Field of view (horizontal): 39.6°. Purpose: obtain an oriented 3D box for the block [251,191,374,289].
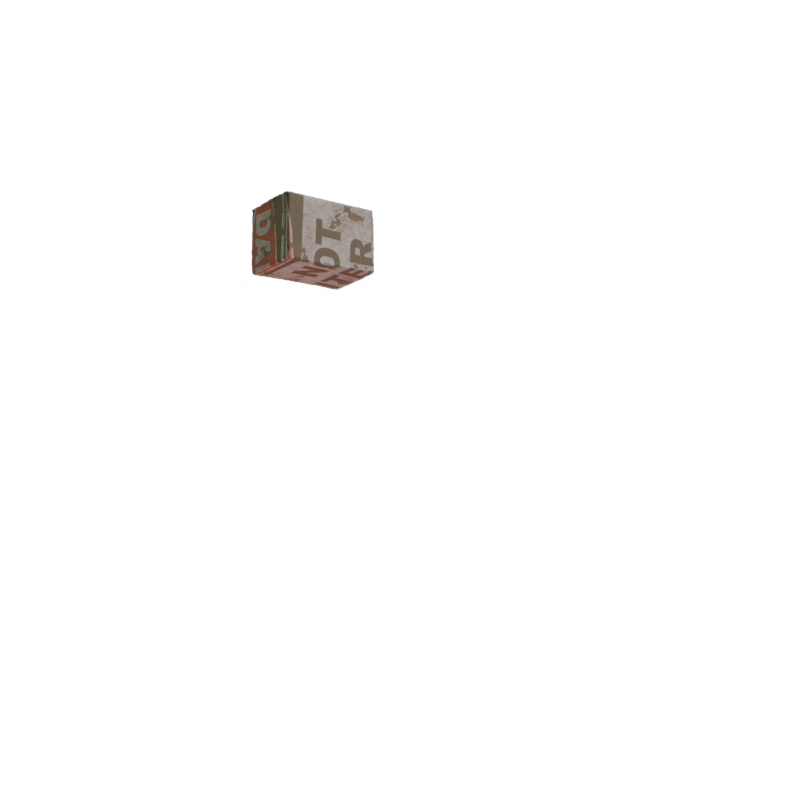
[{"bbox_3d":[-0.065,-0.118,0.824,0.074,0.053,0.053,9,-17,-34],"label":"block"}]
